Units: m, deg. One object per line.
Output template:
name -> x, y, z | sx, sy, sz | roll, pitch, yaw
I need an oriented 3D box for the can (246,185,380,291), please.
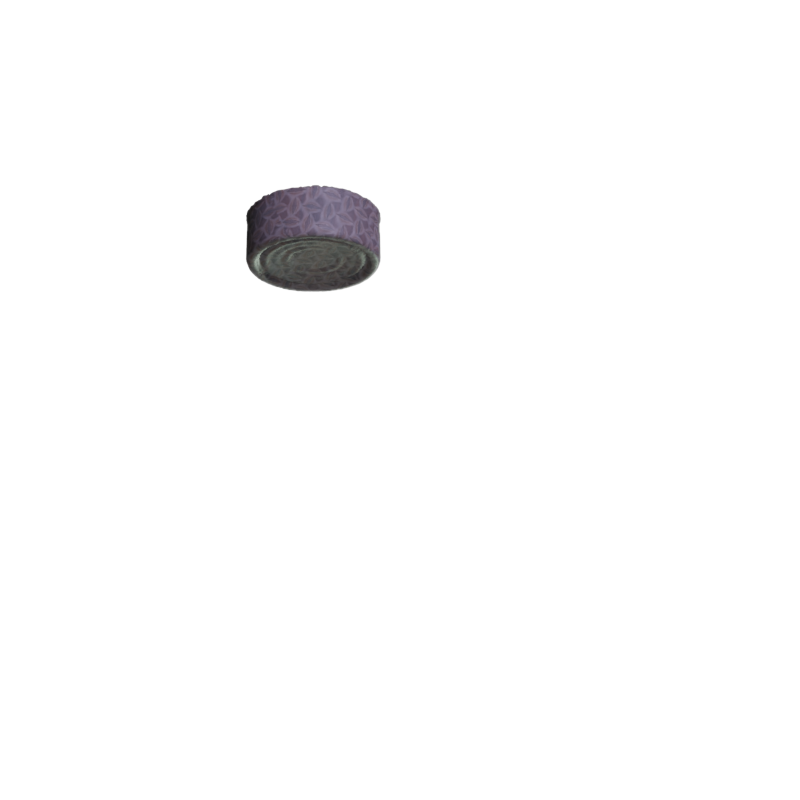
can -> -0.055, -0.100, 0.700 | 0.086, 0.035, 0.082 | 0, -21, -2
